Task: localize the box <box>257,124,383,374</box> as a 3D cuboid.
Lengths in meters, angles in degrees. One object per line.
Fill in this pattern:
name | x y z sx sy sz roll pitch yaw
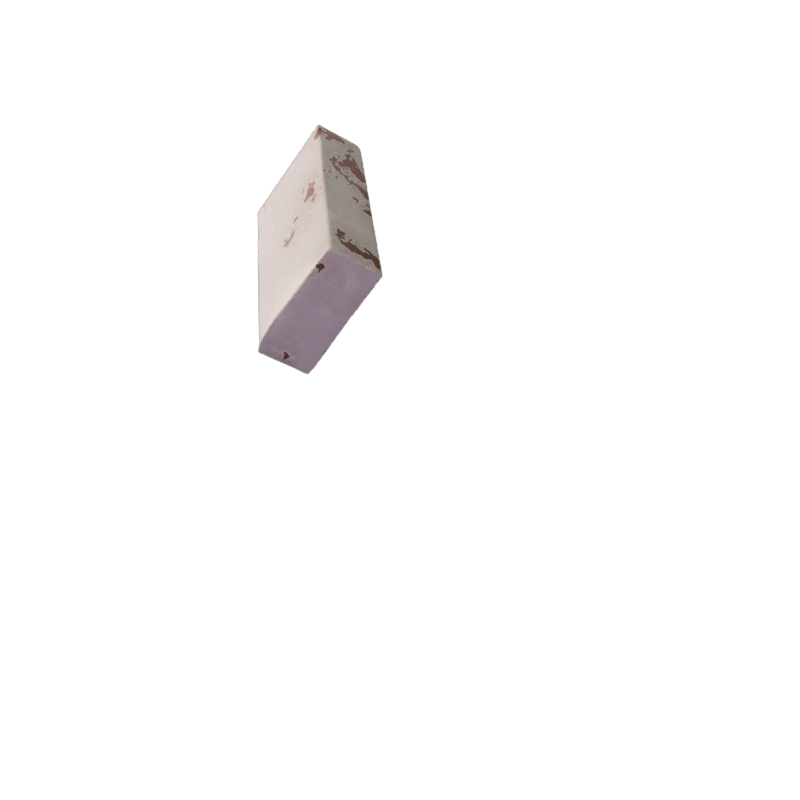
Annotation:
box | -0.060 -0.109 0.766 0.046 0.091 0.188 27 30 -22
